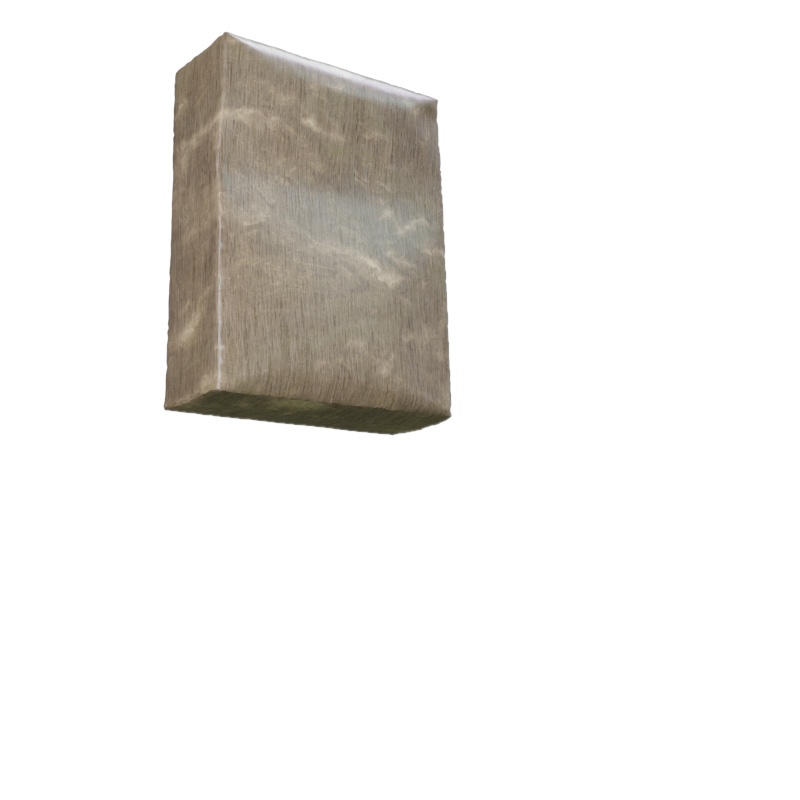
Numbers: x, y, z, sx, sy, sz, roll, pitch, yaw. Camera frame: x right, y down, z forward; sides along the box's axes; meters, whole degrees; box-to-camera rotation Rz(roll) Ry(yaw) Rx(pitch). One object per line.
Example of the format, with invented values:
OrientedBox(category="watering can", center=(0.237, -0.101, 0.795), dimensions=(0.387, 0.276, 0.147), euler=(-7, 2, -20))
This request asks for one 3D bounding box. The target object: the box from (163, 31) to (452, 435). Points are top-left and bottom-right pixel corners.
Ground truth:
OrientedBox(category="box", center=(-0.052, -0.095, 0.665), dimensions=(0.156, 0.223, 0.072), euler=(10, -21, -33))
